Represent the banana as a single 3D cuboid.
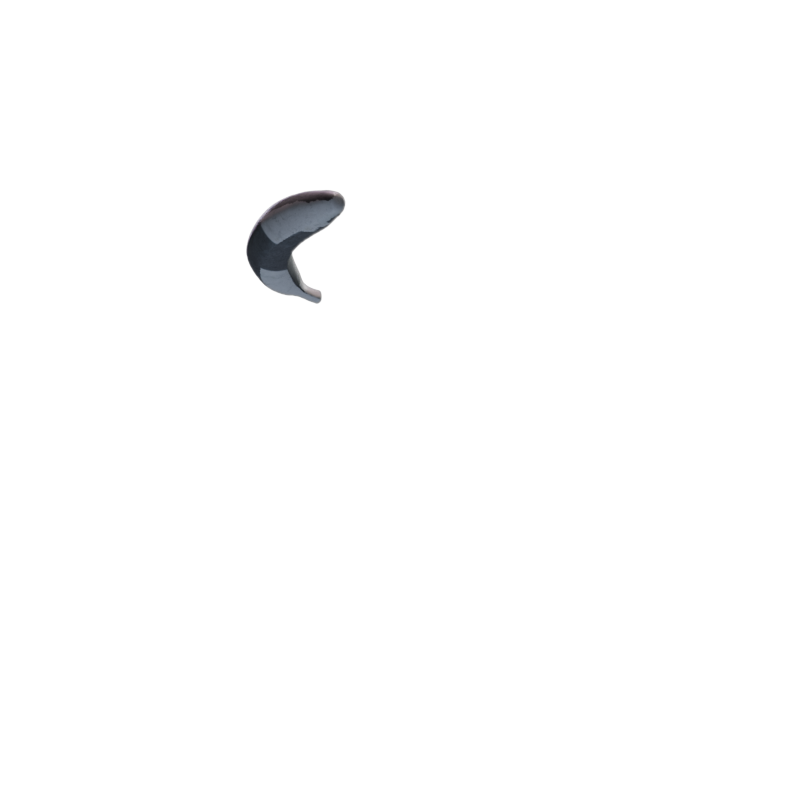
[{"bbox_3d":[-0.089,-0.127,0.894,0.069,0.038,0.191,2,-16,-8],"label":"banana"}]
